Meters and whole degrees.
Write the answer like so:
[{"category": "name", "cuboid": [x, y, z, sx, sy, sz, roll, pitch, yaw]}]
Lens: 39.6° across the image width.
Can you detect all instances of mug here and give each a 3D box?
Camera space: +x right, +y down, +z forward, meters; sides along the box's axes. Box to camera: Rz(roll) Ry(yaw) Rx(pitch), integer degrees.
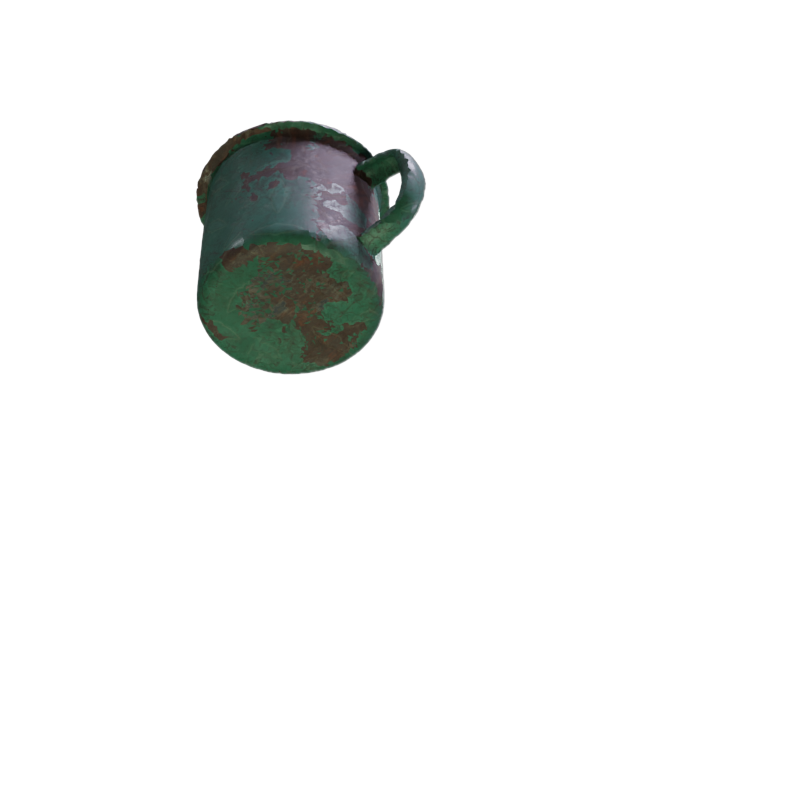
[{"category": "mug", "cuboid": [-0.039, -0.071, 0.500, 0.117, 0.087, 0.087, -26, -52, 21]}]
